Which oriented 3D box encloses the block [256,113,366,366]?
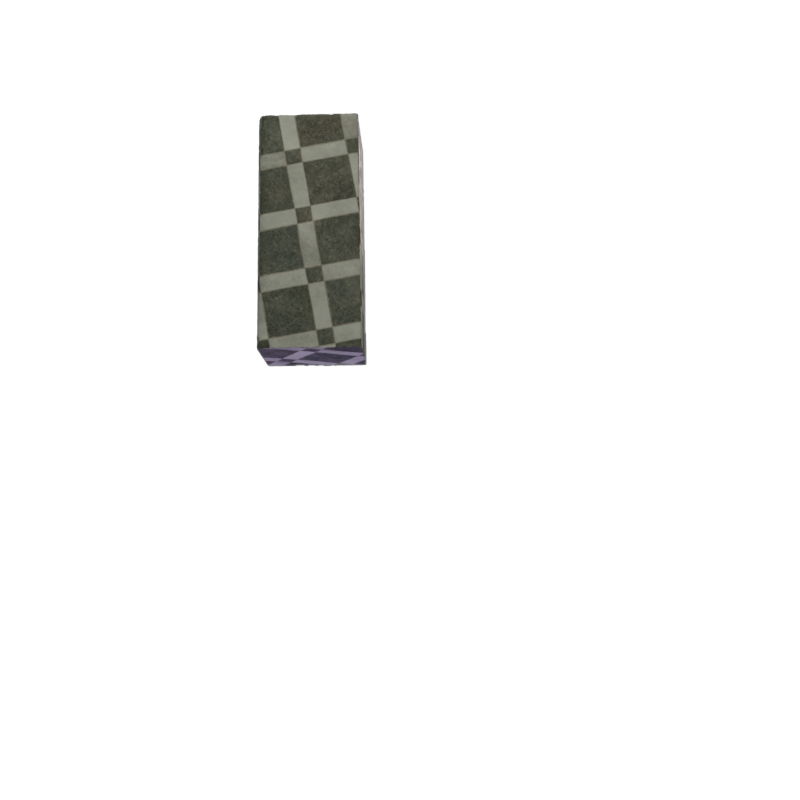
[{"bbox_3d":[-0.077,-0.139,0.977,0.090,0.214,0.087,-2,-15,2],"label":"block"}]
